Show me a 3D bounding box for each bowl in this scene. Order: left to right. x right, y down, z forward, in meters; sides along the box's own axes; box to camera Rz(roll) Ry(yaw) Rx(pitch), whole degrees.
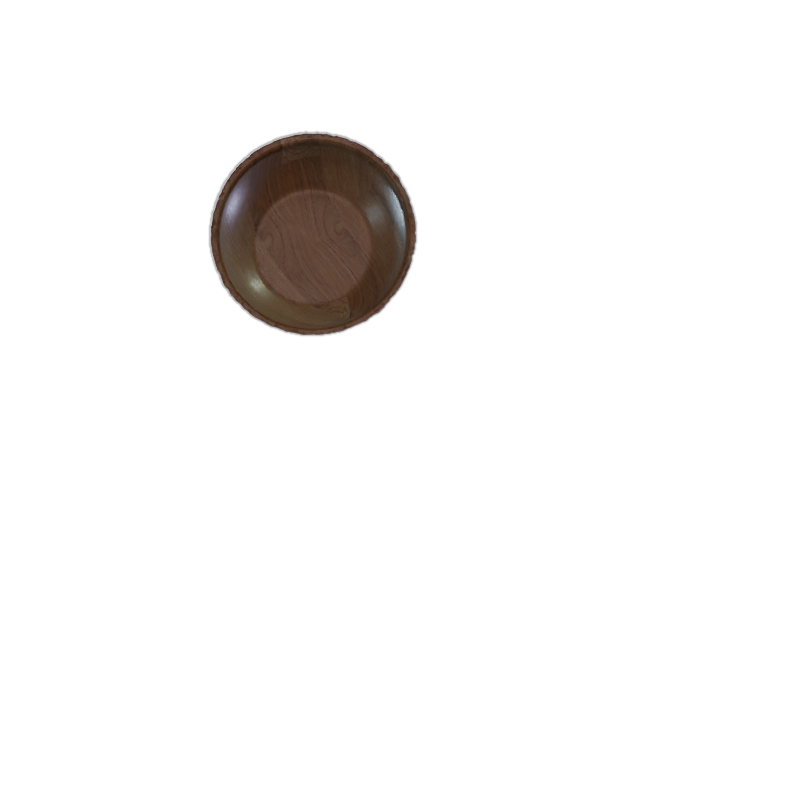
[{"bbox_3d":[-0.066,-0.121,0.844,0.162,0.158,0.057,0,12,-1],"label":"bowl"}]
